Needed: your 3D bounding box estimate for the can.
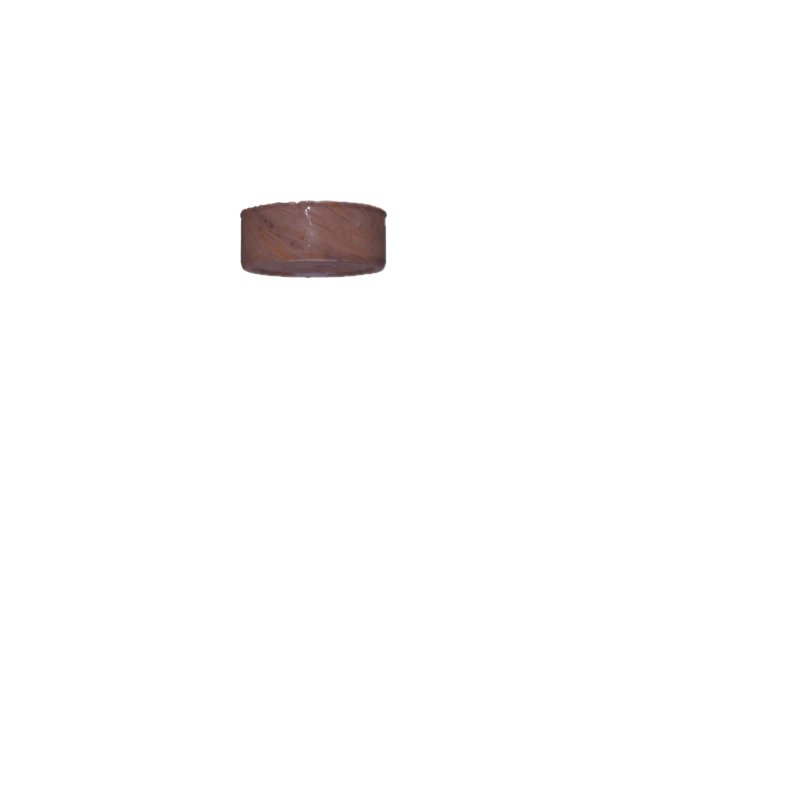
[{"bbox_3d":[-0.050,-0.092,0.643,0.086,0.034,0.085,0,-1,-2],"label":"can"}]
